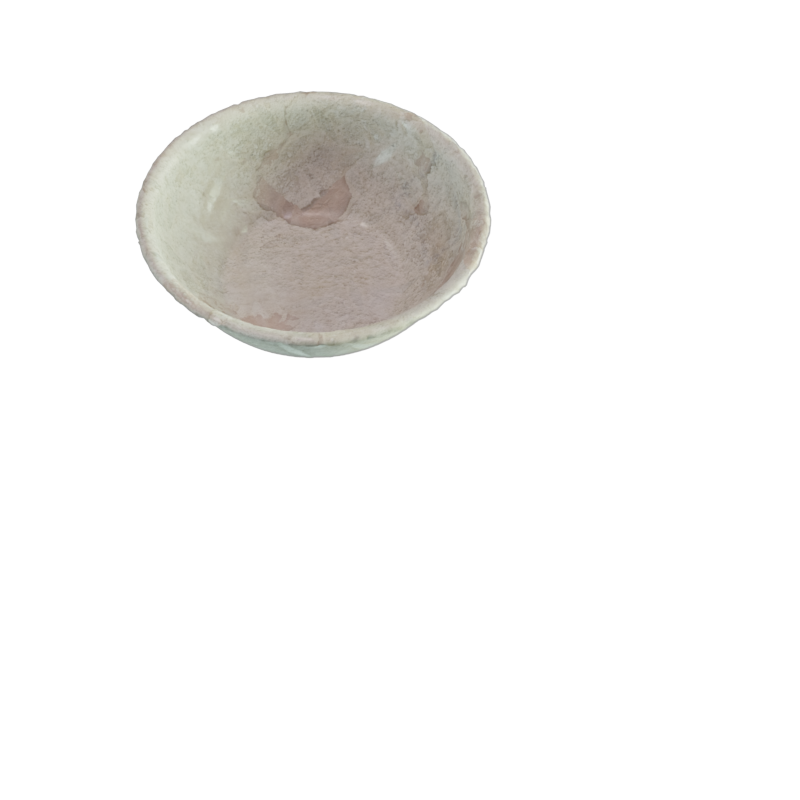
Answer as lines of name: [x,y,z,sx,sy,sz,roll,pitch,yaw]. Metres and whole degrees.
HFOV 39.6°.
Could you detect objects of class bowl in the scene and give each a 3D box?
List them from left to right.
bowl: [-0.041,-0.075,0.524,0.162,0.174,0.051,-1,-39,-1]
